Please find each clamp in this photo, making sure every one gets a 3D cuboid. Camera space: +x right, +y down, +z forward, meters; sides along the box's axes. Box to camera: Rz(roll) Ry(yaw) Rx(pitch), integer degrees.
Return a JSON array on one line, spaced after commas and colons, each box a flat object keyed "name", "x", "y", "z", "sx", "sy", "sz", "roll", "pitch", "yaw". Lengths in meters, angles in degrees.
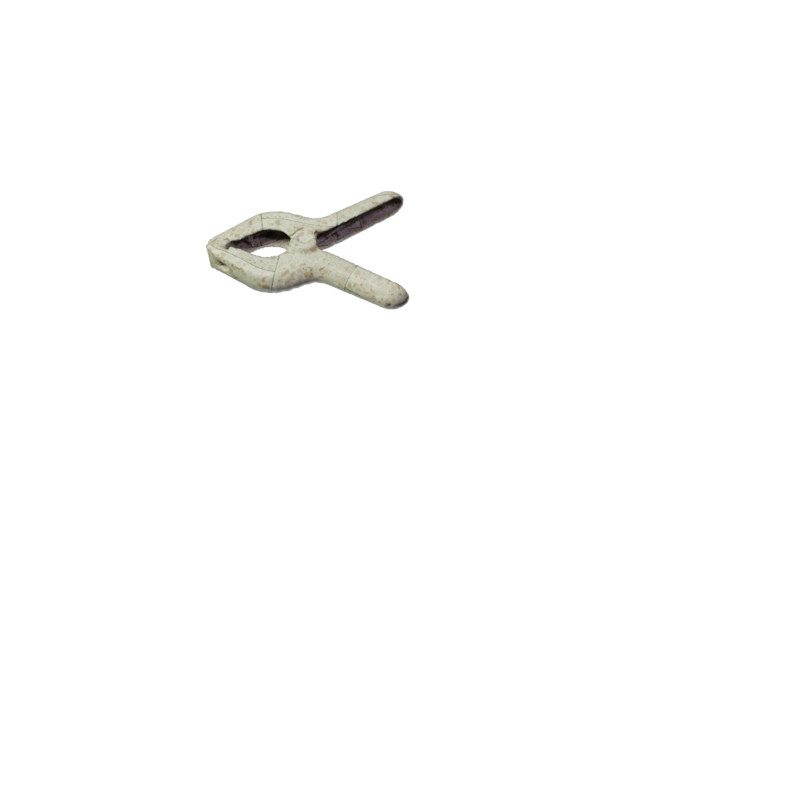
[{"name": "clamp", "x": -0.073, "y": -0.133, "z": 0.929, "sx": 0.173, "sy": 0.128, "sz": 0.036, "roll": 6, "pitch": -43, "yaw": 6}]
